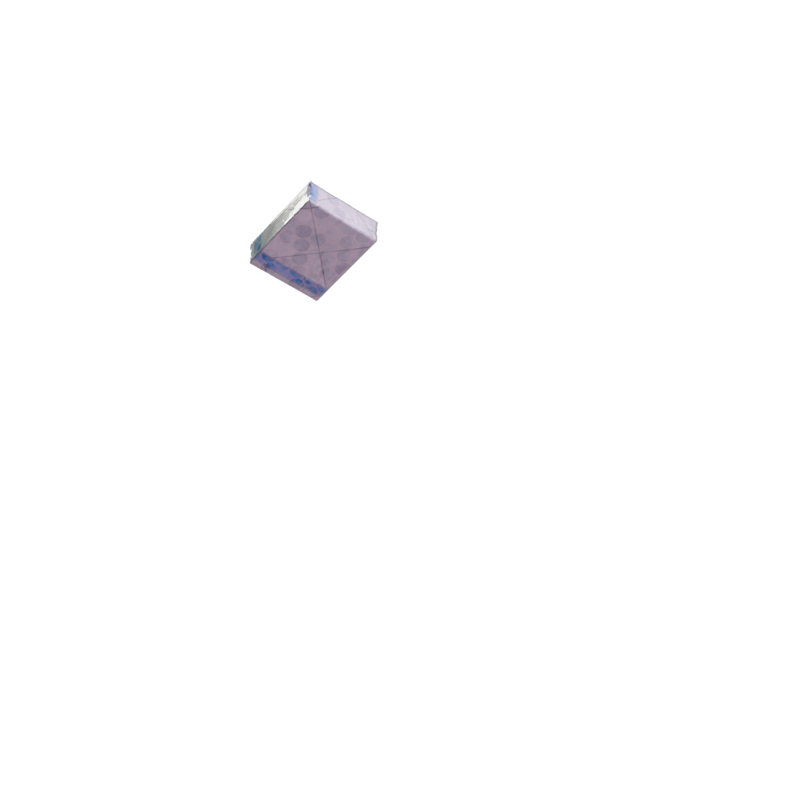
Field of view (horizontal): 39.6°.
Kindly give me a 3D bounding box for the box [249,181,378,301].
[{"bbox_3d":[-0.074,-0.135,0.943,0.069,0.032,0.087,30,-54,-25],"label":"box"}]
